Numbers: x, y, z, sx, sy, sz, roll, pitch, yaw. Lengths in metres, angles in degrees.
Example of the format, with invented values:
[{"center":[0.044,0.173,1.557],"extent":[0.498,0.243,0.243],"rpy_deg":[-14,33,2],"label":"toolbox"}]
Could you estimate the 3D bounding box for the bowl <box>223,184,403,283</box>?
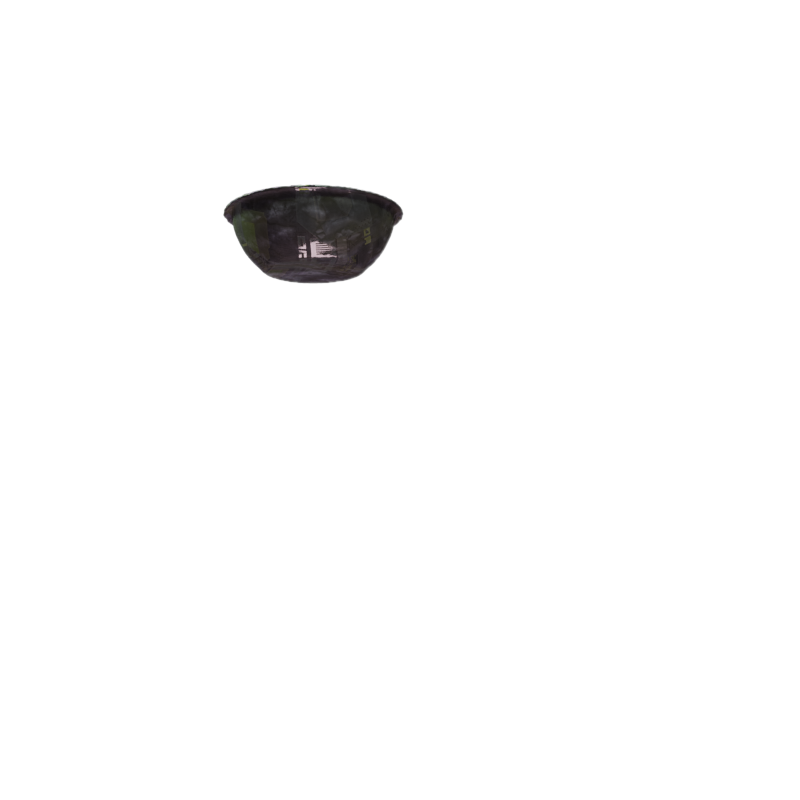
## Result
[{"center":[-0.078,-0.142,0.992],"extent":[0.162,0.057,0.157],"rpy_deg":[0,-10,-2],"label":"bowl"}]
